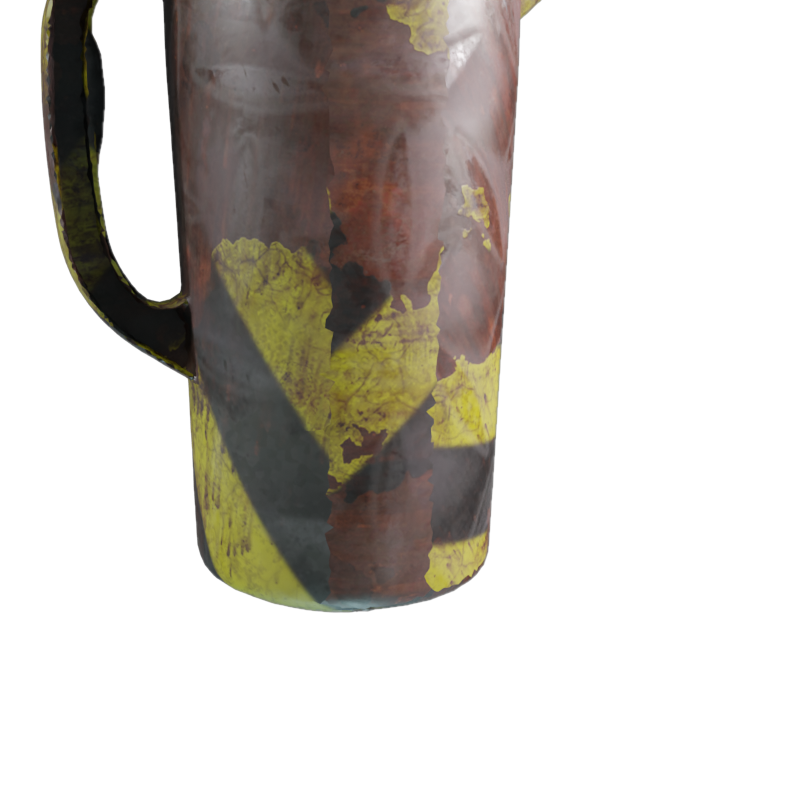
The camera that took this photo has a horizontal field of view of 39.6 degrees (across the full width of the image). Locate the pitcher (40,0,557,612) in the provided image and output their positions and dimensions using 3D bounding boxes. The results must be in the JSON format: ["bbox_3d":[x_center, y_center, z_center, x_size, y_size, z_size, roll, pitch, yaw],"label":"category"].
[{"bbox_3d":[-0.031,-0.057,0.402,0.154,0.241,0.142,3,6,24],"label":"pitcher"}]
